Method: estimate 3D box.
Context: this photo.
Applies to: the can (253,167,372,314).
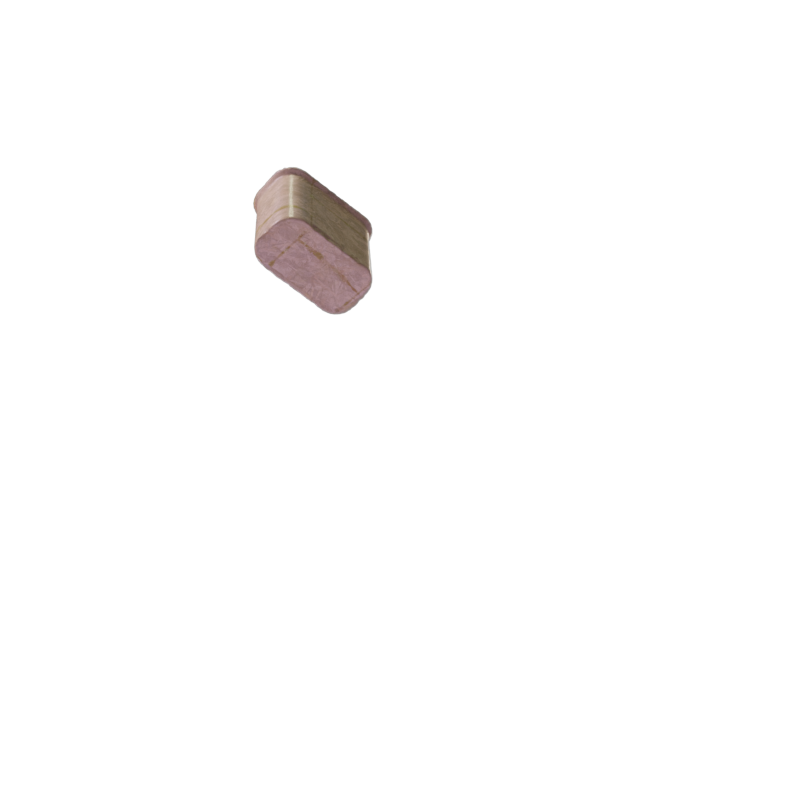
[{"bbox_3d":[-0.070,-0.127,0.890,0.097,0.056,0.089,35,26,-22],"label":"can"}]
